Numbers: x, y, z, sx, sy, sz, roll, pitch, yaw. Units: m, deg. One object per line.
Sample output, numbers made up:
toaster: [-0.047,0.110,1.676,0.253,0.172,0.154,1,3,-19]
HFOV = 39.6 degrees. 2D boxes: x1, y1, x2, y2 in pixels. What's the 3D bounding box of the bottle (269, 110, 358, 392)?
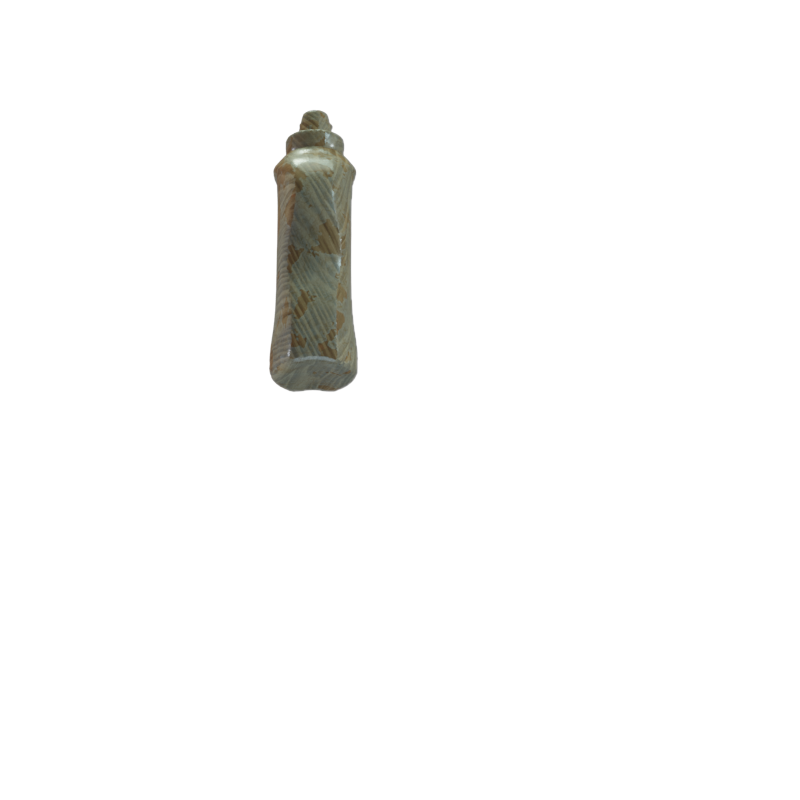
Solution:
bottle: [-0.058,-0.108,0.753,0.058,0.200,0.092,-1,-18,-2]
